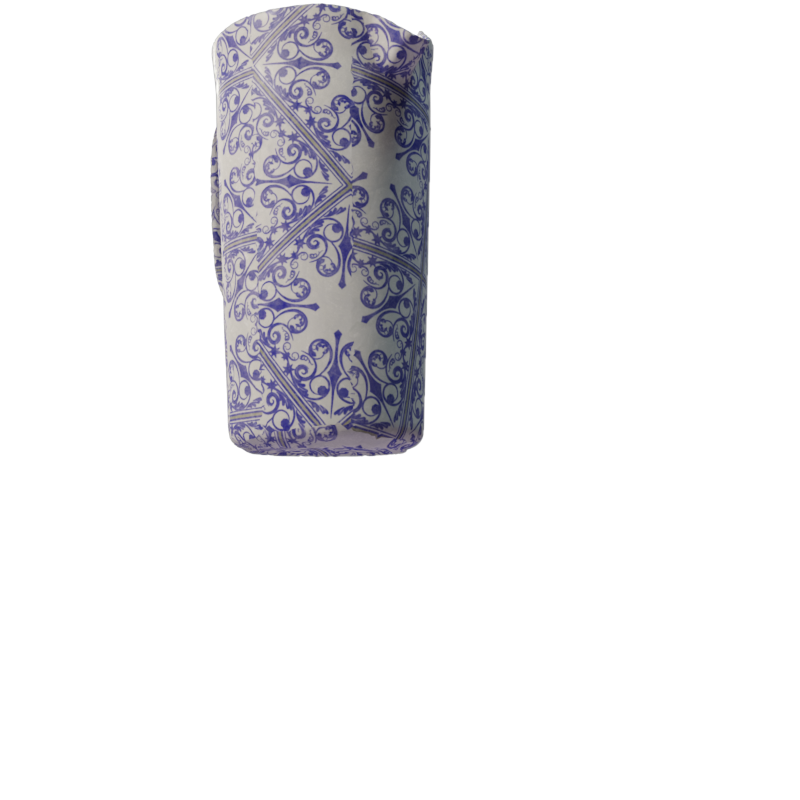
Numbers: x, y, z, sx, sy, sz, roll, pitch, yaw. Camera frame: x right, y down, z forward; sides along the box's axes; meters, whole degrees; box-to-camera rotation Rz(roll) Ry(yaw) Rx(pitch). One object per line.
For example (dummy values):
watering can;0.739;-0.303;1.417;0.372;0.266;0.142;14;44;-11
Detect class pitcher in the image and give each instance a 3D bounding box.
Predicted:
pitcher;-0.051;-0.092;0.646;0.145;0.251;0.144;-1;-12;2
